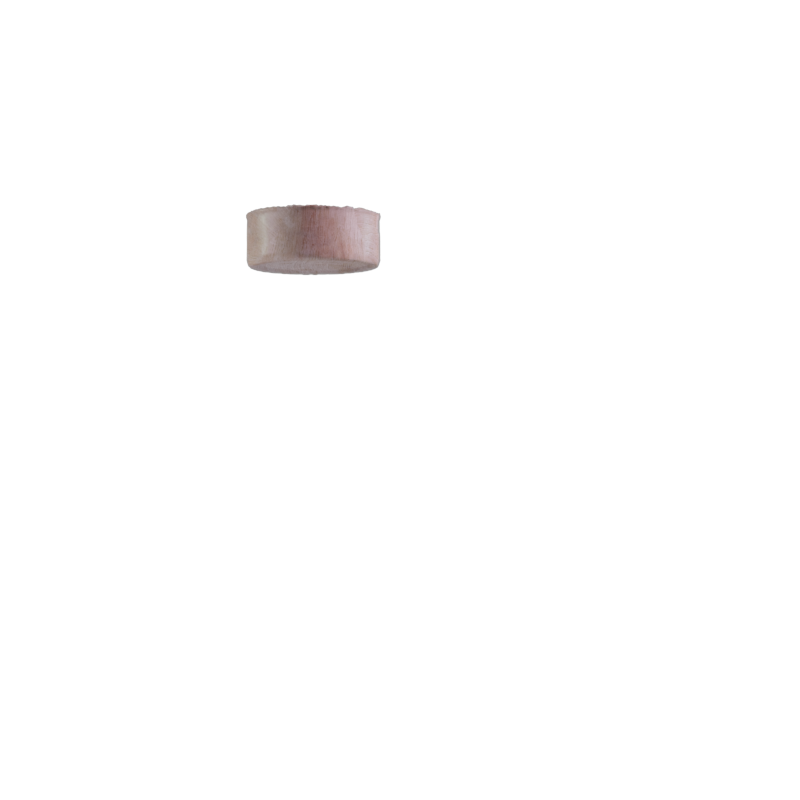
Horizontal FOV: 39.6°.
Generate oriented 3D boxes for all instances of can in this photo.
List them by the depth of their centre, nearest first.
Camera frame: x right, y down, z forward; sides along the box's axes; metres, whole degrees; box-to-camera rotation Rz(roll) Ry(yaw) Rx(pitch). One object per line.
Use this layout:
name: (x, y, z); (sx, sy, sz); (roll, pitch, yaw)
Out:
can: (-0.055, -0.100, 0.702); (0.086, 0.034, 0.085); (0, -1, -2)
